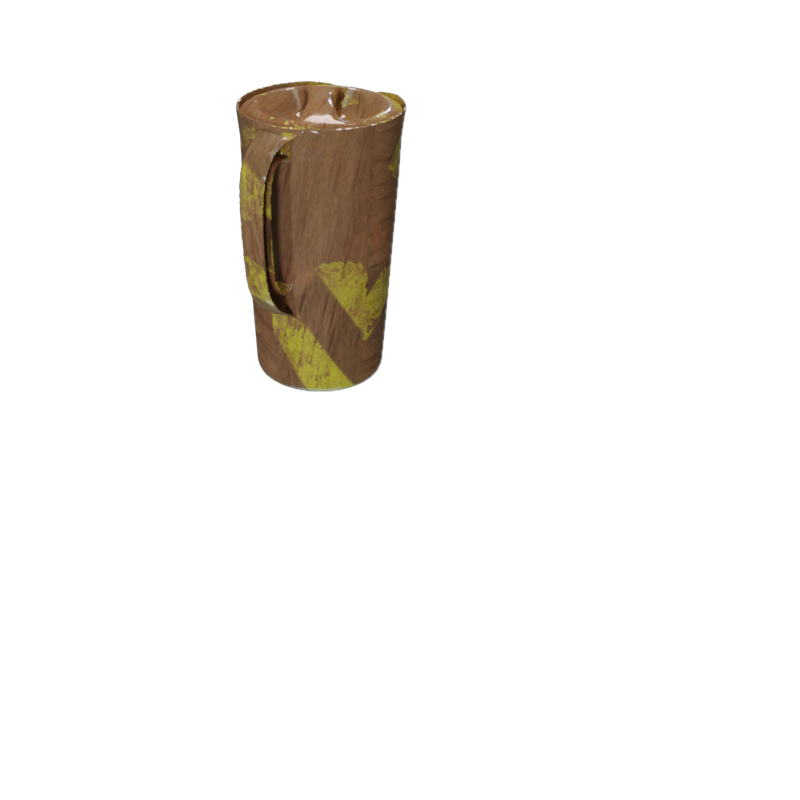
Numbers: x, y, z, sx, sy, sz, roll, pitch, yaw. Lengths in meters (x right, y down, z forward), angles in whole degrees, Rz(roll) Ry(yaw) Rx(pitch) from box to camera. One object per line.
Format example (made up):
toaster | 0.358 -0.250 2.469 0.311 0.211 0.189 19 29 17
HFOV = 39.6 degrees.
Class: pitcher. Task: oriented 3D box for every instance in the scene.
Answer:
pitcher | -0.071 -0.129 0.905 0.147 0.230 0.155 -8 28 -18
